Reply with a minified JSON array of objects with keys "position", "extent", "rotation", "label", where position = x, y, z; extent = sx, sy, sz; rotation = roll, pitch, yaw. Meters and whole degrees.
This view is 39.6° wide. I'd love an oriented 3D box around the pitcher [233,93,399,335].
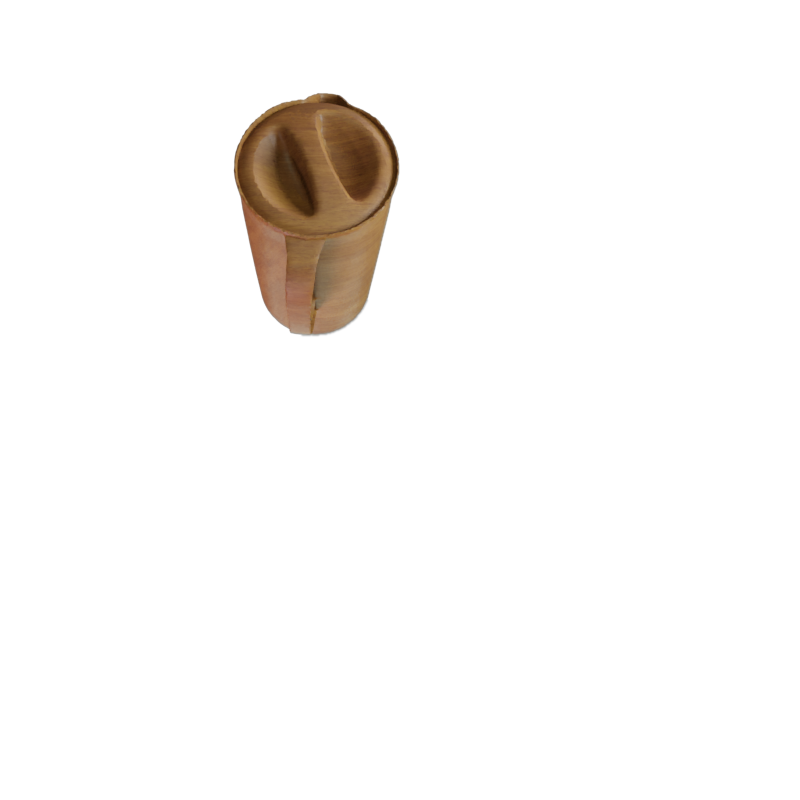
[{"position":[-0.077,-0.141,0.987],"extent":[0.150,0.152,0.230],"rotation":[-37,-16,-16],"label":"pitcher"}]
